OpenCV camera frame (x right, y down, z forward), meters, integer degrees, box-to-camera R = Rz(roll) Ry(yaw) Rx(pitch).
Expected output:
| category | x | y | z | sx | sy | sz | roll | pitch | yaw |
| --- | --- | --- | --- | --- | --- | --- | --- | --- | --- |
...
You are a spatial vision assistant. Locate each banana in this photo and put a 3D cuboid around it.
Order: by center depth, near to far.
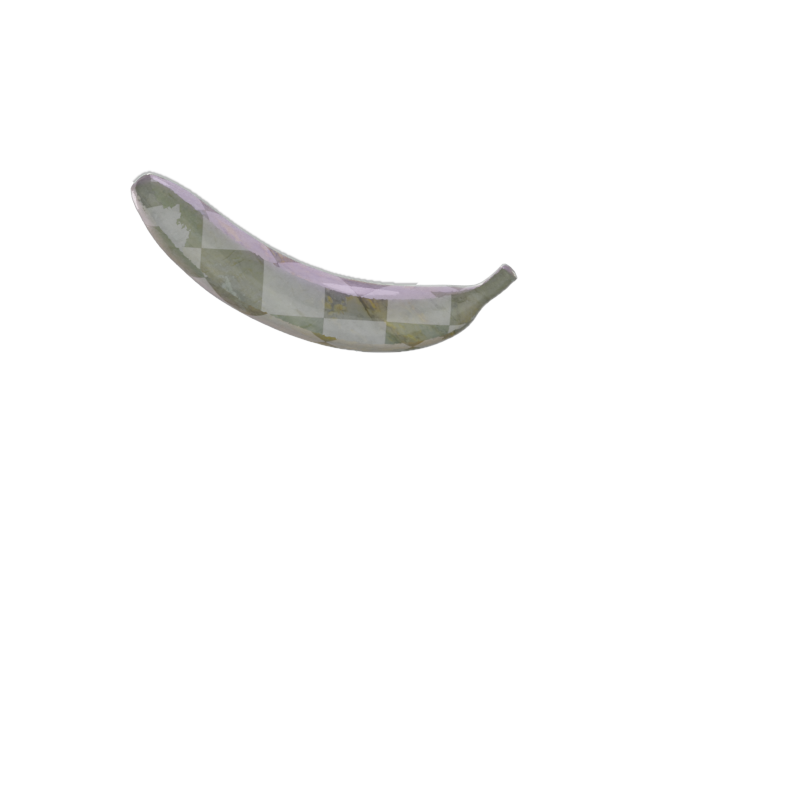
| category | x | y | z | sx | sy | sz | roll | pitch | yaw |
| --- | --- | --- | --- | --- | --- | --- | --- | --- | --- |
| banana | -0.045 | -0.063 | 0.570 | 0.196 | 0.067 | 0.038 | 13 | 18 | -4 |
